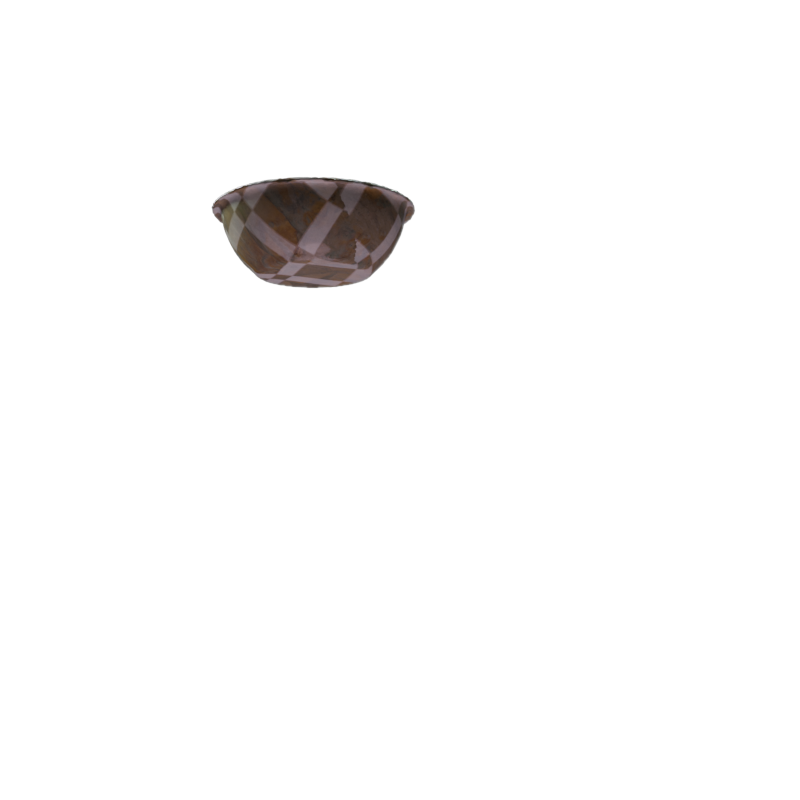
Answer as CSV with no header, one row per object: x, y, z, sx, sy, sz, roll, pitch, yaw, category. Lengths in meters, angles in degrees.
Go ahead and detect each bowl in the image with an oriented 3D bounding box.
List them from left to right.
-0.069,-0.125,0.879,0.162,0.057,0.158,0,-9,-2,bowl
